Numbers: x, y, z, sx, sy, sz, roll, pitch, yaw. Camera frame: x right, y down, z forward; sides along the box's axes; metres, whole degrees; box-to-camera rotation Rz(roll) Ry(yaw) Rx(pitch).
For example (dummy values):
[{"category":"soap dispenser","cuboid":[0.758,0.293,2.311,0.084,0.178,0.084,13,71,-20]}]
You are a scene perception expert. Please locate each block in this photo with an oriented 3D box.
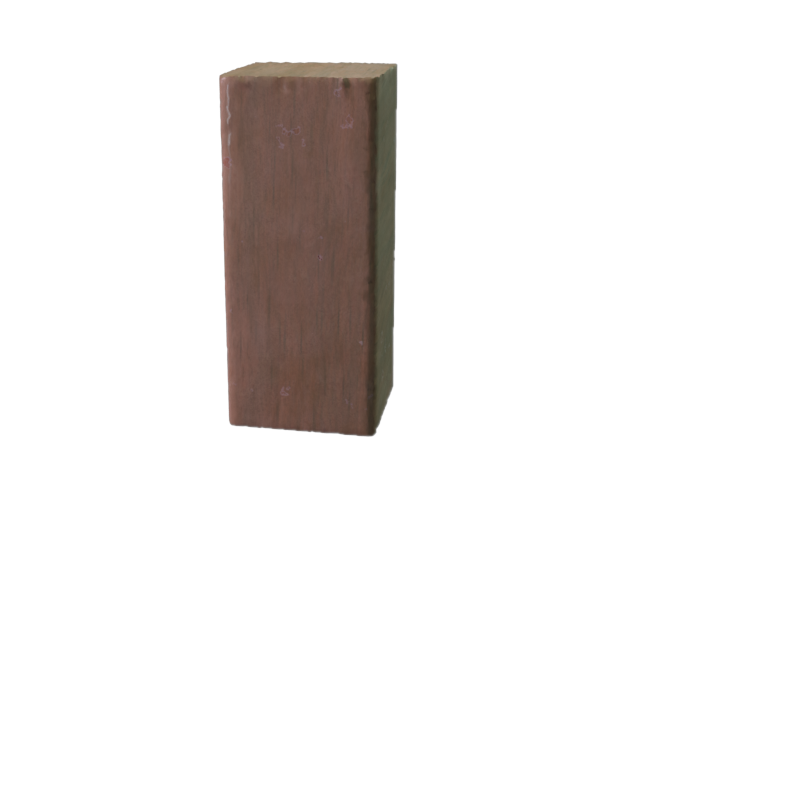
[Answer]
[{"category":"block","cuboid":[-0.052,-0.094,0.661,0.092,0.199,0.092,3,16,8]}]
